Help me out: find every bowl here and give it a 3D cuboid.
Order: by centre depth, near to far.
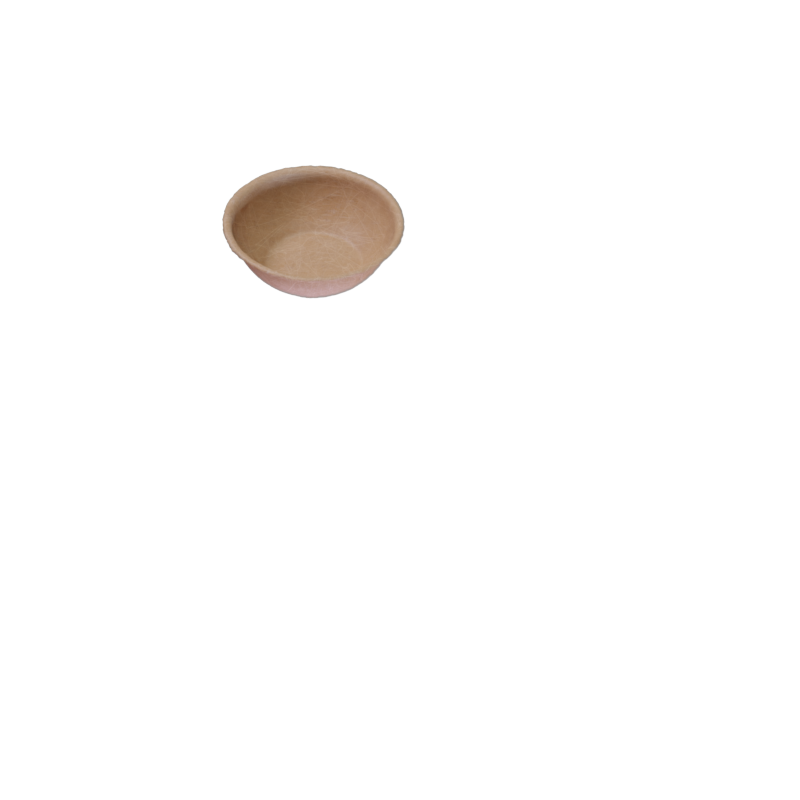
[{"bbox_3d":[-0.078,-0.142,0.996,0.162,0.051,0.174,-1,45,-1],"label":"bowl"}]
